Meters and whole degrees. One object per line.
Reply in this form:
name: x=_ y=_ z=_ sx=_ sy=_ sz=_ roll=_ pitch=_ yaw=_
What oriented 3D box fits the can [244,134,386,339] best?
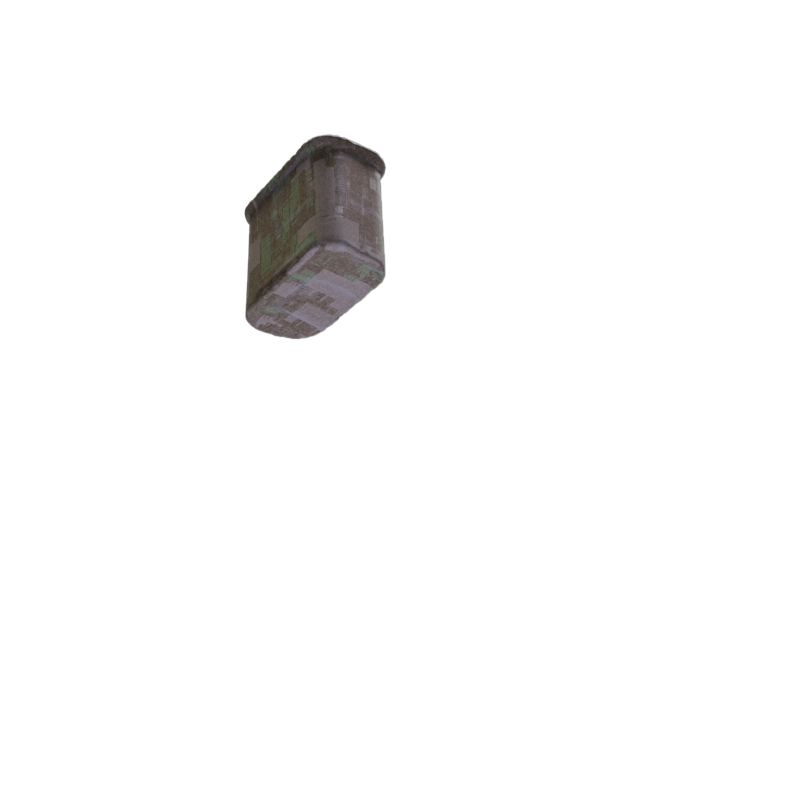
can: x=-0.052 y=-0.096 z=0.672 sx=0.055 sy=0.090 sz=0.100 roll=22 pitch=-41 yaw=-30
